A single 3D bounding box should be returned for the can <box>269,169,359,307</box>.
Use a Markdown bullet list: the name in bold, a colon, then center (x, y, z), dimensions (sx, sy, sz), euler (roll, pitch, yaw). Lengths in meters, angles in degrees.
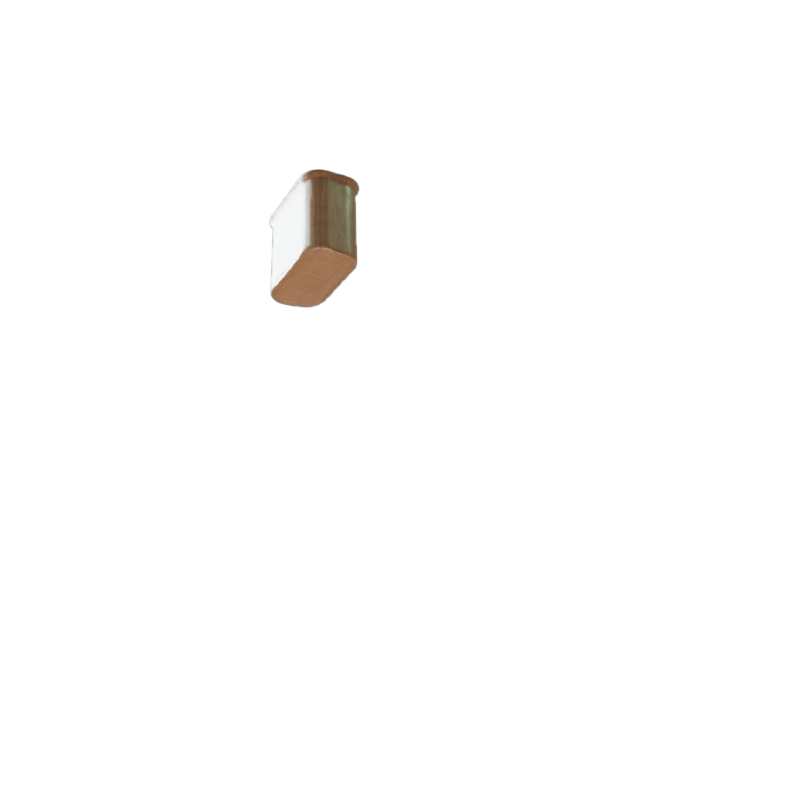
- **can**: center (-0.078, -0.141, 0.990), dimensions (0.055, 0.089, 0.099), euler (15, -34, -25)
